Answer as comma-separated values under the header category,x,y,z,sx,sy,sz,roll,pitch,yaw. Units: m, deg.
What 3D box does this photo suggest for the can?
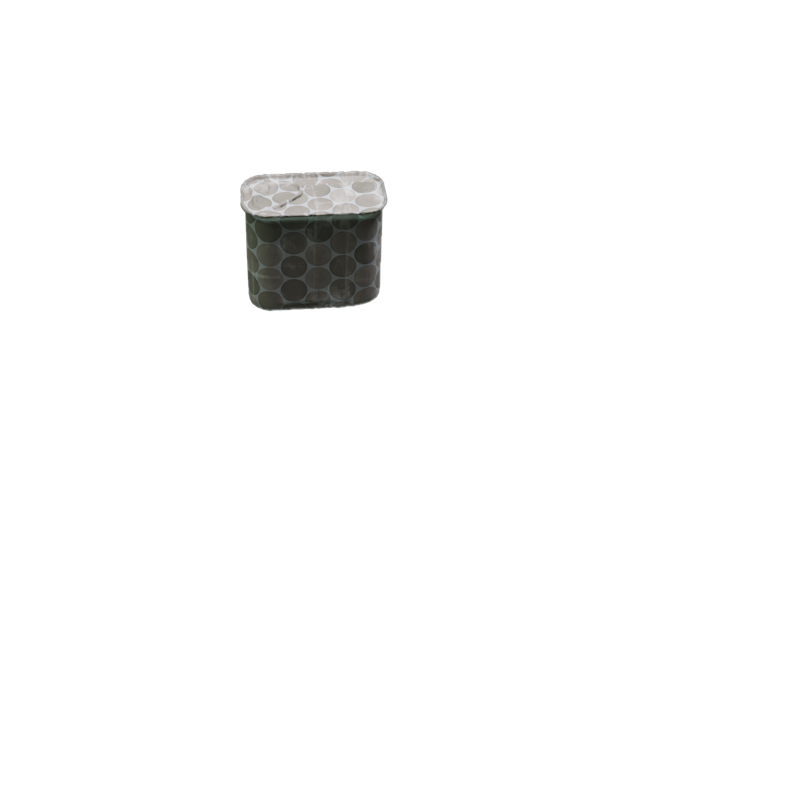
category,x,y,z,sx,sy,sz,roll,pitch,yaw
can,-0.062,-0.114,0.796,0.101,0.078,0.062,-2,37,-5
